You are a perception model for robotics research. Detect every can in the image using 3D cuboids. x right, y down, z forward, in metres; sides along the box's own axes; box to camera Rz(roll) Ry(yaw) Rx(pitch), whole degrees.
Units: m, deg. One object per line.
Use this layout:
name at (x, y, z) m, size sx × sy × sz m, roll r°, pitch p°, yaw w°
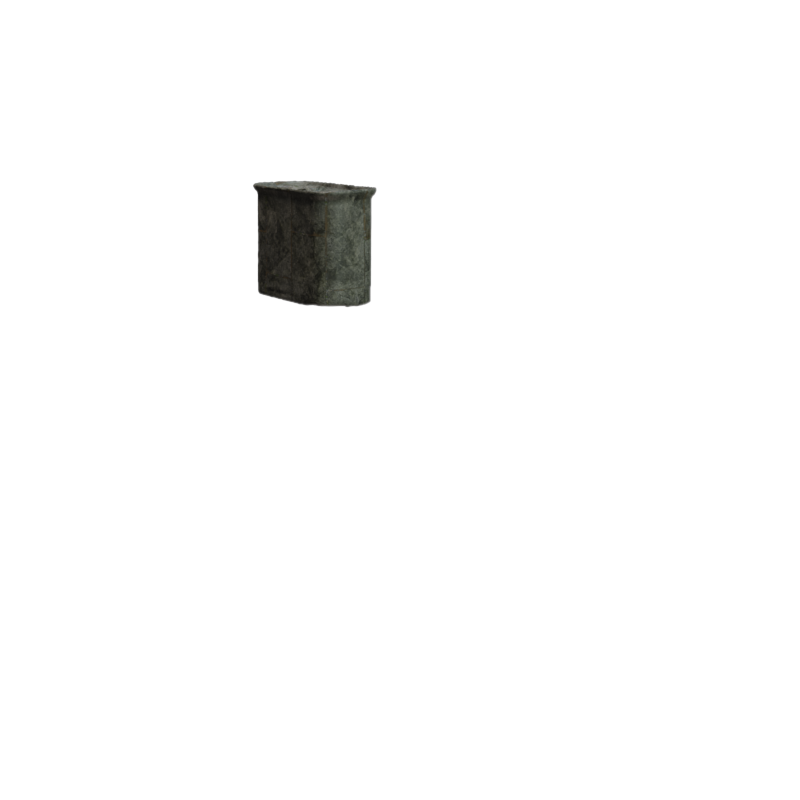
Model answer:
can at (-0.064, -0.117, 0.818) m, size 0.056 × 0.082 × 0.107 m, roll -7°, pitch 15°, yaw -37°
